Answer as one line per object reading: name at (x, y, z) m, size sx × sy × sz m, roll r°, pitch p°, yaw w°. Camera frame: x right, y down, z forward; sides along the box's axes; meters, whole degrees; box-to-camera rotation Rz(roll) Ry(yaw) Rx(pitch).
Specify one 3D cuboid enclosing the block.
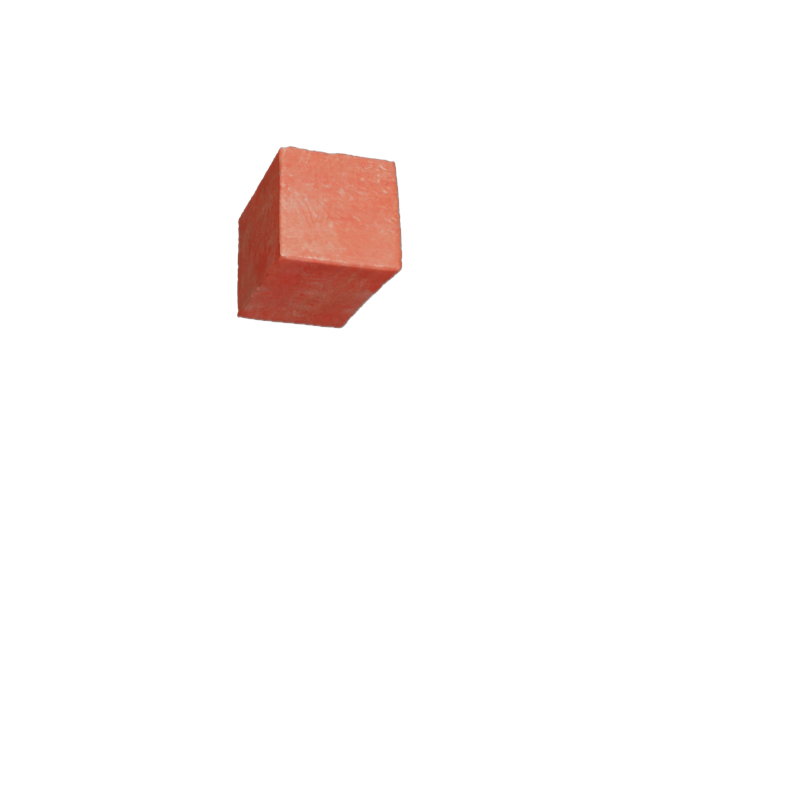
block at (-0.038, -0.069, 0.483) m, size 0.051 × 0.054 × 0.077 m, roll 6°, pitch -19°, yaw -20°
